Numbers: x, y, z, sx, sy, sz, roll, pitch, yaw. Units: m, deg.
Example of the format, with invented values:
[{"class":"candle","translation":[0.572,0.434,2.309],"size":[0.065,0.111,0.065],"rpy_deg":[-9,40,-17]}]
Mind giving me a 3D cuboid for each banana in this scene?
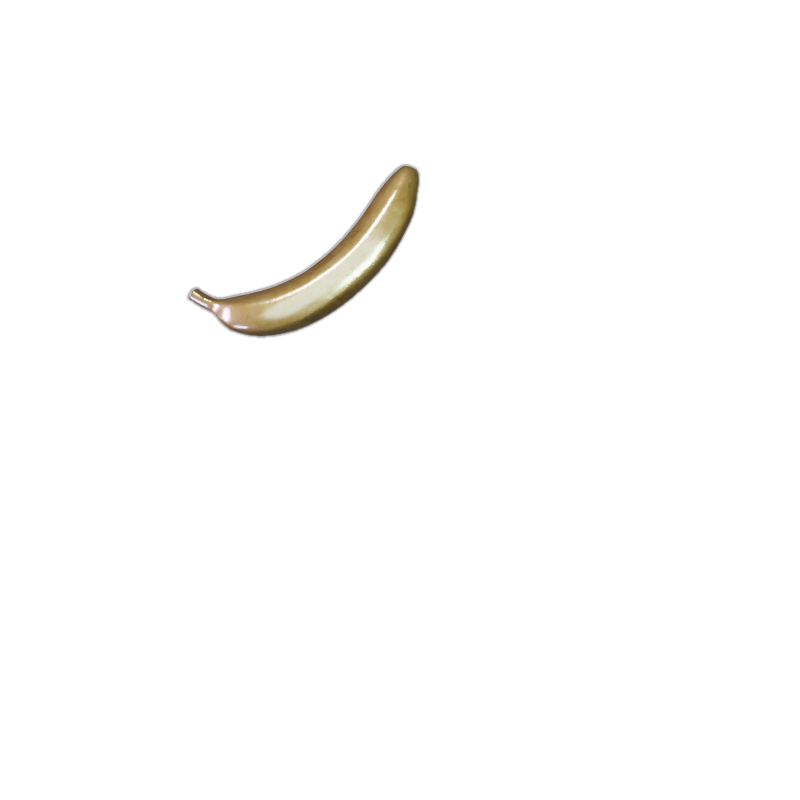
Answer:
[{"class":"banana","translation":[-0.059,-0.100,0.826],"size":[0.198,0.070,0.036],"rpy_deg":[-30,-2,-2]}]
